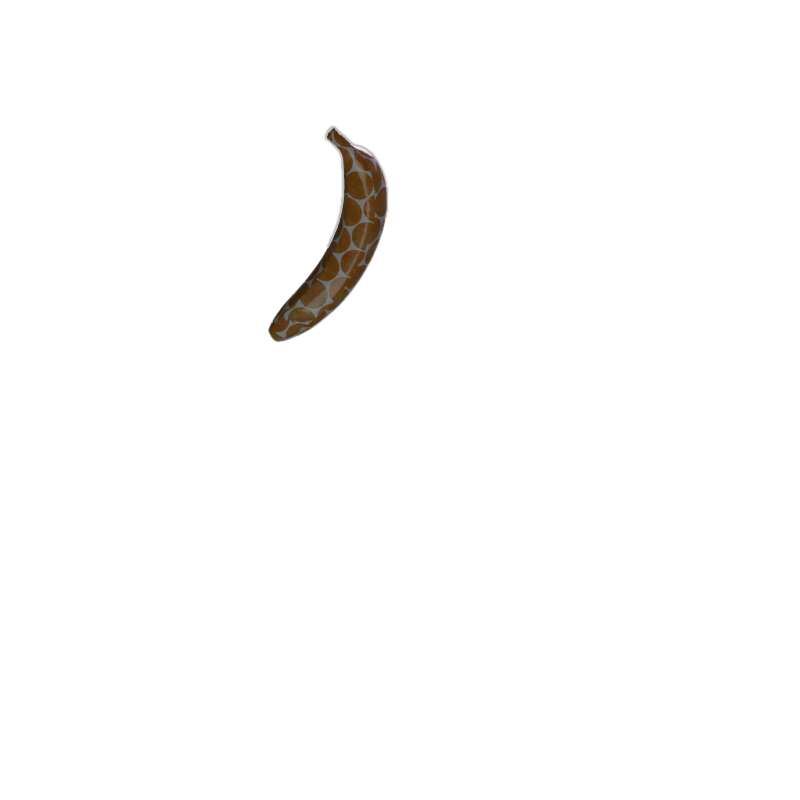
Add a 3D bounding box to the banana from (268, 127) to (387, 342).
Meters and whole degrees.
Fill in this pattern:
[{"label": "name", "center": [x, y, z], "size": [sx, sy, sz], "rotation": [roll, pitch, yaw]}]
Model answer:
[{"label": "banana", "center": [-0.054, -0.131, 0.926], "size": [0.069, 0.190, 0.039], "rotation": [15, 22, -8]}]
